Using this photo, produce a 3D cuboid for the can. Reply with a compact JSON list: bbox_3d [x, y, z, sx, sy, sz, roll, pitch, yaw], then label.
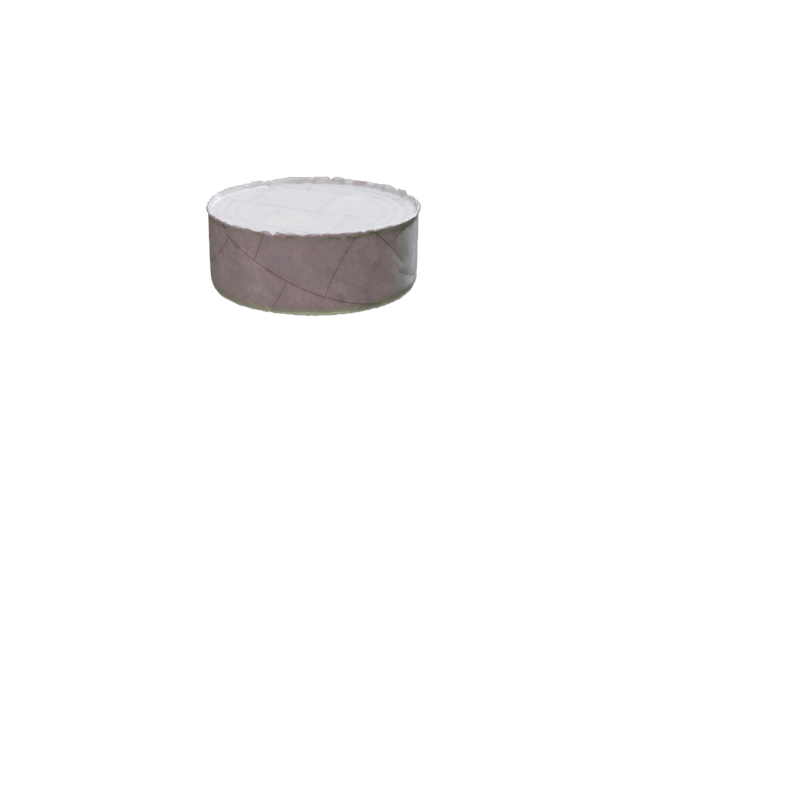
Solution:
[{"bbox_3d":[-0.035,-0.064,0.449,0.086,0.032,0.090,-1,24,-2],"label":"can"}]
